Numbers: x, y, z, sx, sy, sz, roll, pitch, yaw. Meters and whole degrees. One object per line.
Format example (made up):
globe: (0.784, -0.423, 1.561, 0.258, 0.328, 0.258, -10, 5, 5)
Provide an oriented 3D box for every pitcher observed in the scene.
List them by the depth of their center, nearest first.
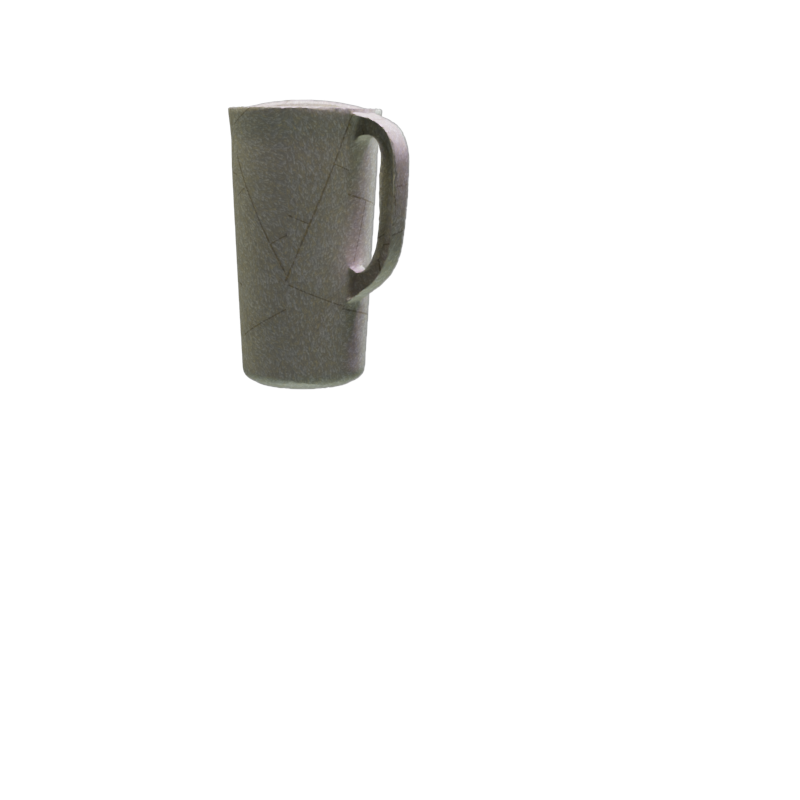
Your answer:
pitcher: (-0.075, -0.136, 0.956, 0.144, 0.239, 0.153, -1, 8, -7)
